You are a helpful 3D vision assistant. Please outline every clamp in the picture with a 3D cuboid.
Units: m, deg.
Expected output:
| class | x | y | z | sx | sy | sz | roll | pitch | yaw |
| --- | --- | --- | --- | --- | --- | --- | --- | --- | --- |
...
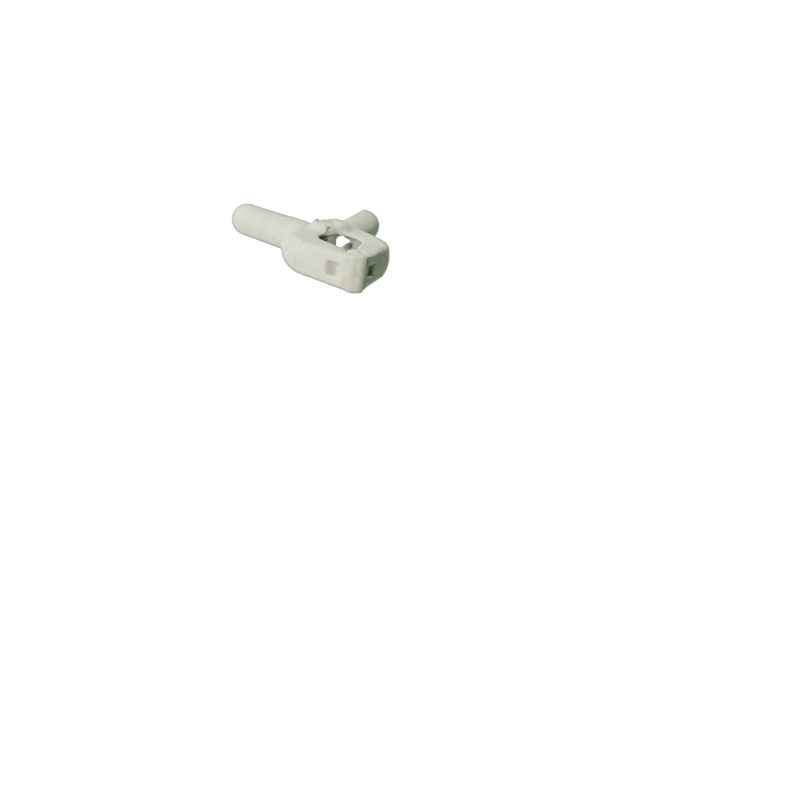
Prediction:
| class | x | y | z | sx | sy | sz | roll | pitch | yaw |
| --- | --- | --- | --- | --- | --- | --- | --- | --- | --- |
| clamp | -0.065 | -0.119 | 0.833 | 0.119 | 0.038 | 0.179 | -2 | 19 | -8 |
